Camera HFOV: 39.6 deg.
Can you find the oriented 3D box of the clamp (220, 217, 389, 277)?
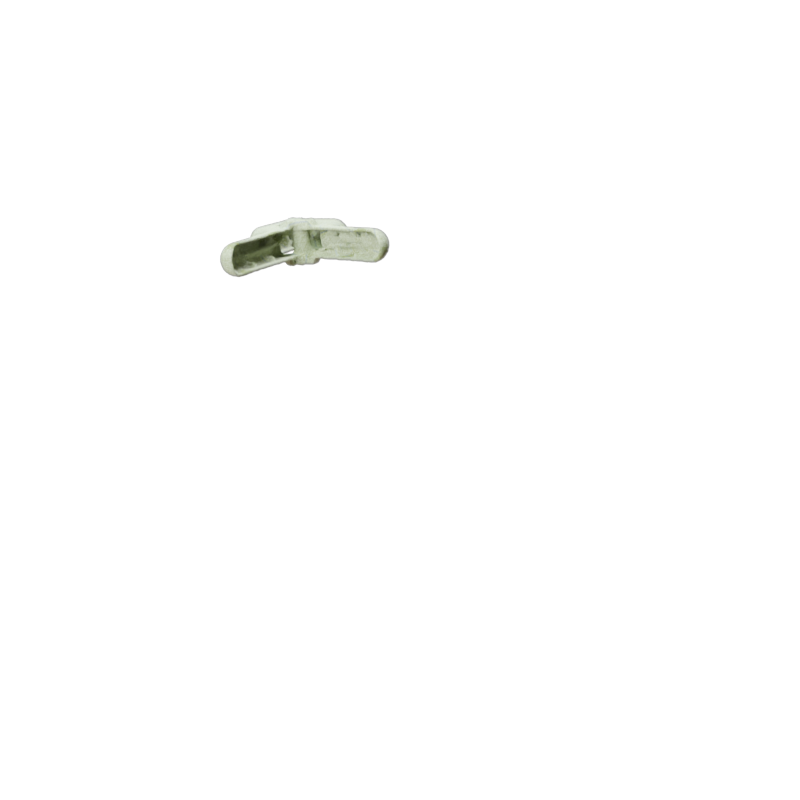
[{"bbox_3d":[-0.067,-0.123,0.858,0.121,0.038,0.176,1,16,2],"label":"clamp"}]
